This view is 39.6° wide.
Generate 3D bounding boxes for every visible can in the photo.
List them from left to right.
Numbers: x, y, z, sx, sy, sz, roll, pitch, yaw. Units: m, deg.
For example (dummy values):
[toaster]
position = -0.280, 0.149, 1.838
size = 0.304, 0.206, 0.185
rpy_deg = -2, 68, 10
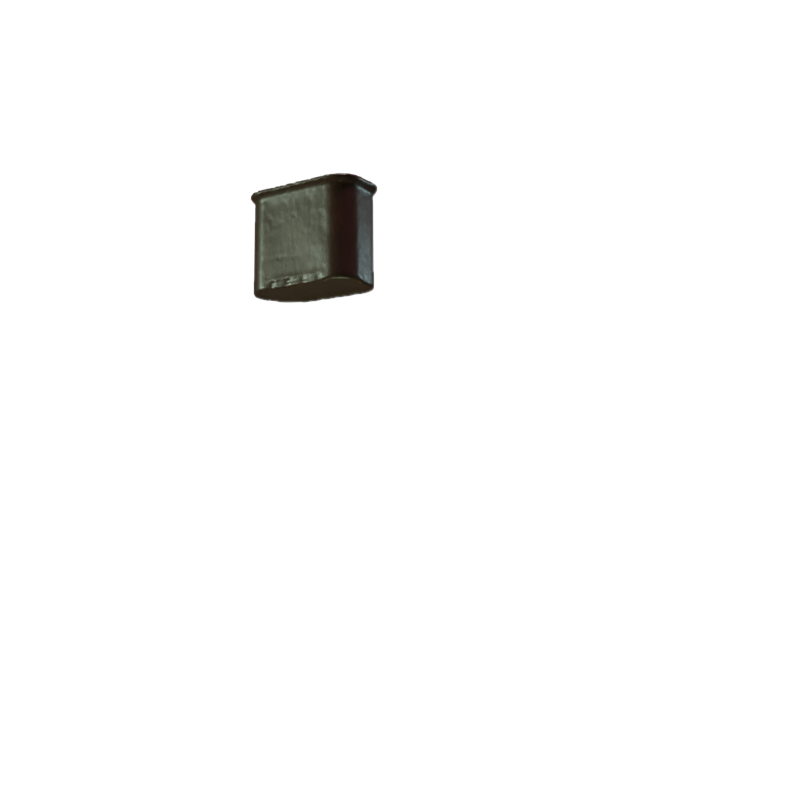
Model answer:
[can]
position = -0.069, -0.125, 0.876
size = 0.104, 0.087, 0.054
rpy_deg = -8, -15, 32
